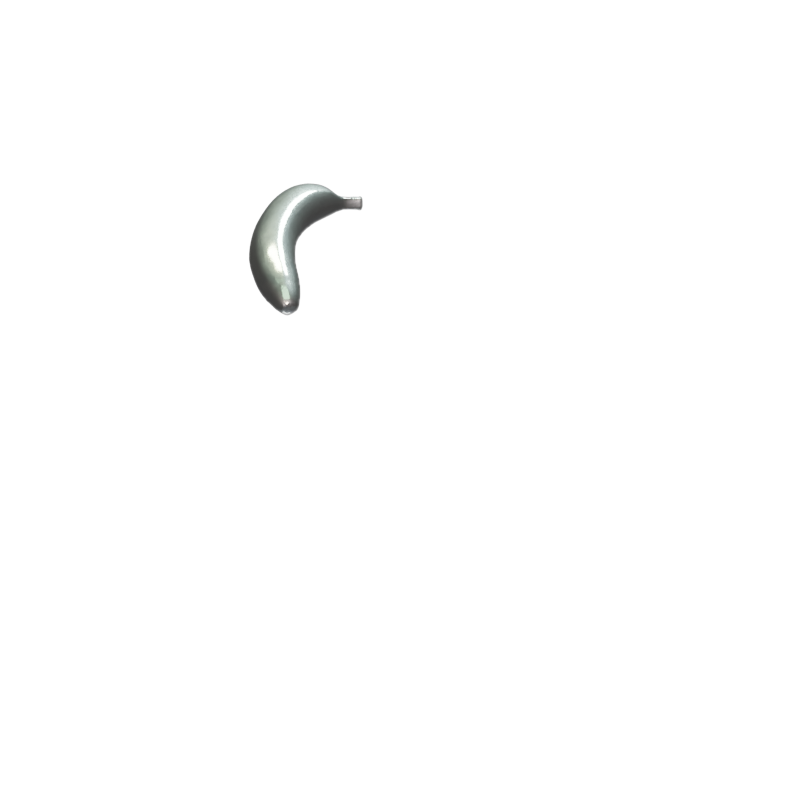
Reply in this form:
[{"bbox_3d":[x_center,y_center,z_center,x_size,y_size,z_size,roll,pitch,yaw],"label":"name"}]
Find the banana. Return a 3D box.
[{"bbox_3d":[-0.089,-0.137,0.923,0.071,0.034,0.206,9,37,11],"label":"banana"}]
